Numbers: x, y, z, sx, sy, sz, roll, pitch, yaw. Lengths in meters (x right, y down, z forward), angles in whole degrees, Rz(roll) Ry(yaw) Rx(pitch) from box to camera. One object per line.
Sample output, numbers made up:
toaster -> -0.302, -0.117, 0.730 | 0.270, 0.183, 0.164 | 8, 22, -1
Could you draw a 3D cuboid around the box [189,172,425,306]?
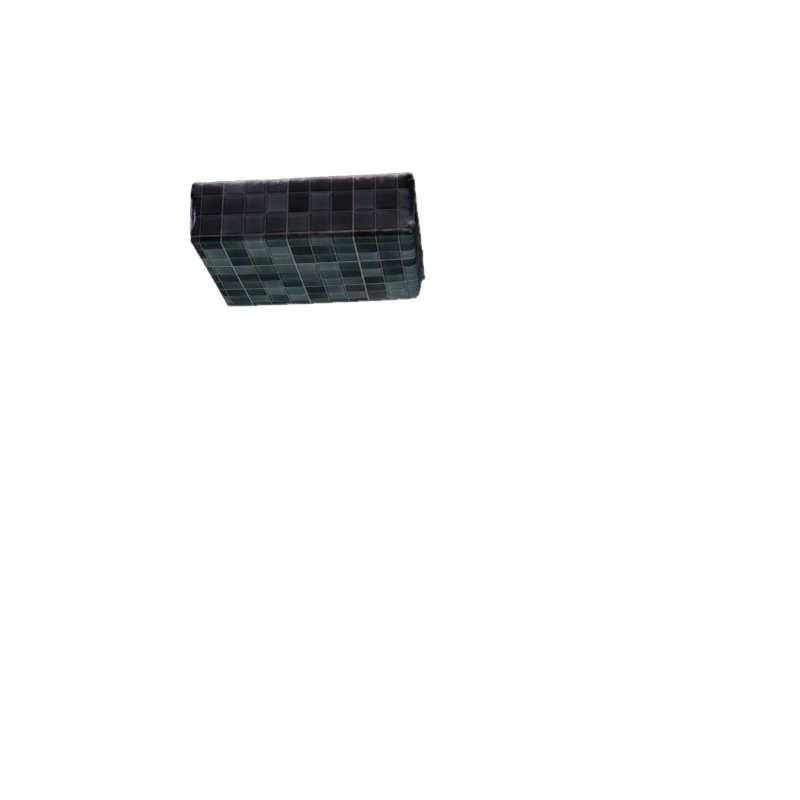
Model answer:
box -> -0.036, -0.066, 0.459 | 0.090, 0.032, 0.069 | -2, -17, 6
